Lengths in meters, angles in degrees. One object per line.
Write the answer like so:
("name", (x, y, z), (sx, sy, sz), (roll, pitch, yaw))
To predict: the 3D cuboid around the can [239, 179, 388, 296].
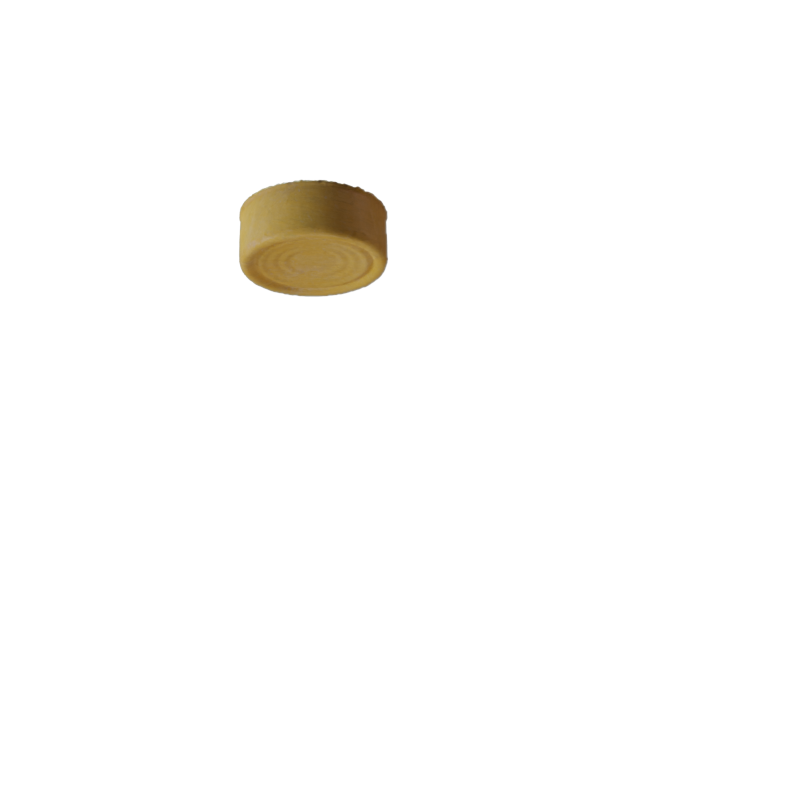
("can", (-0.050, -0.091, 0.634), (0.086, 0.035, 0.082), (0, -21, -2))
